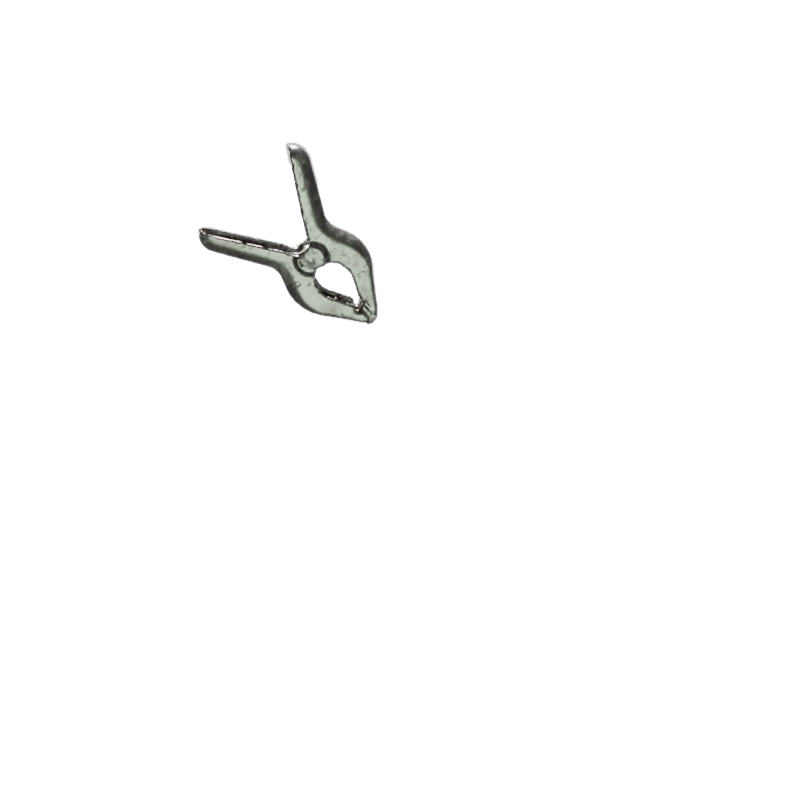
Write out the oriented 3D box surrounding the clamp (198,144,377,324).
[{"bbox_3d":[-0.076,-0.138,0.965,0.165,0.118,0.041,35,21,-16],"label":"clamp"}]
